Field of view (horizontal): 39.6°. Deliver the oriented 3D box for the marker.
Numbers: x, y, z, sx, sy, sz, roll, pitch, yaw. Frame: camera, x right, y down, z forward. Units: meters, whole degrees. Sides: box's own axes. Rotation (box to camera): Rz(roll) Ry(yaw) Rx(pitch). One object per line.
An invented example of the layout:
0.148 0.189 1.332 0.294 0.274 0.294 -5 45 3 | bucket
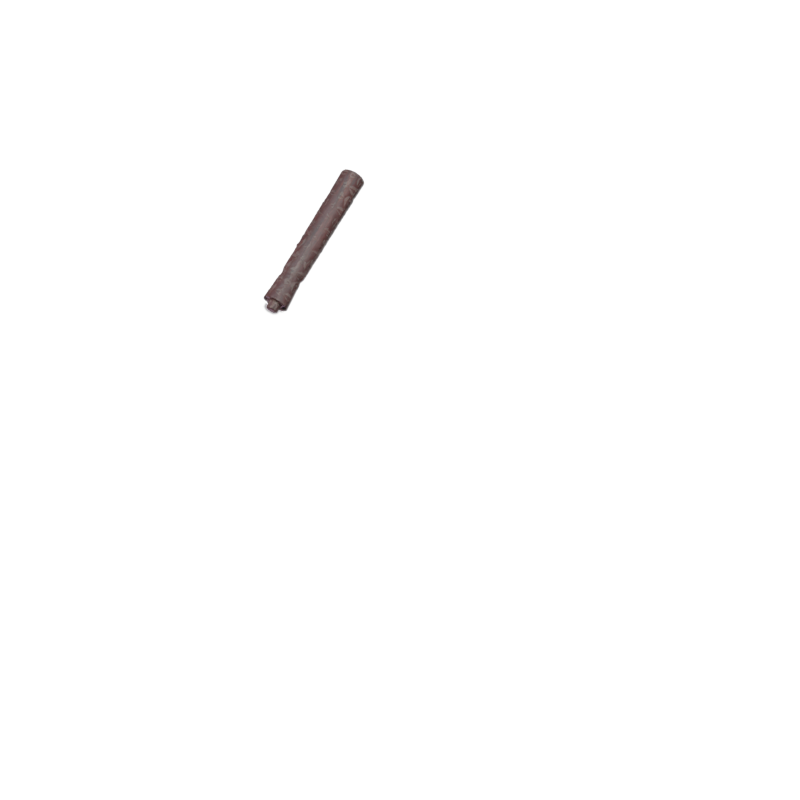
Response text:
-0.062 -0.113 0.791 0.020 0.124 0.019 26 -22 8 | marker
